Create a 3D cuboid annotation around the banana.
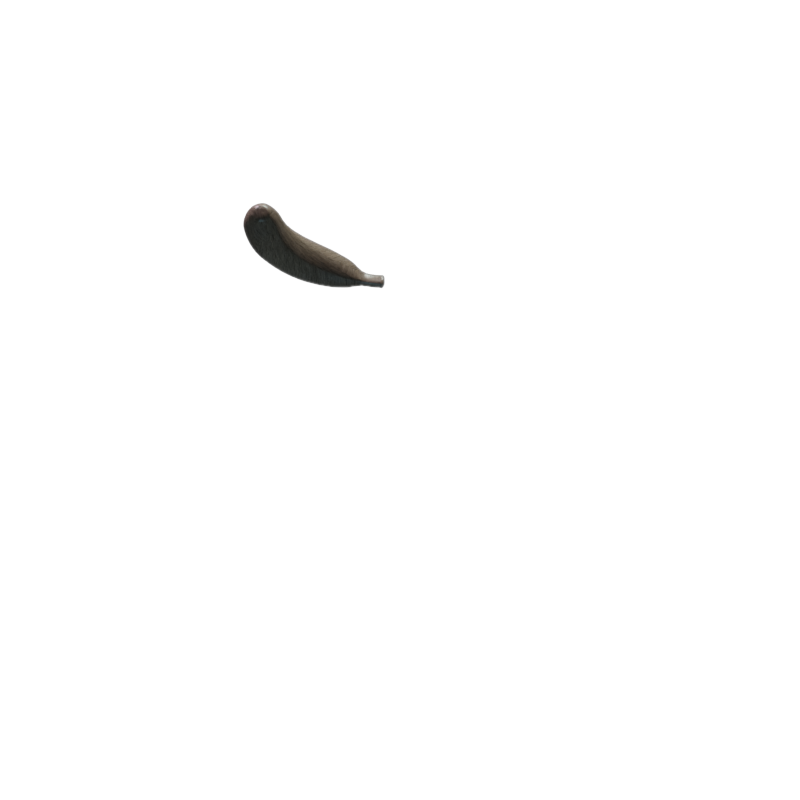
[{"bbox_3d":[-0.092,-0.138,1.005,0.071,0.038,0.186,-10,-17,31],"label":"banana"}]
